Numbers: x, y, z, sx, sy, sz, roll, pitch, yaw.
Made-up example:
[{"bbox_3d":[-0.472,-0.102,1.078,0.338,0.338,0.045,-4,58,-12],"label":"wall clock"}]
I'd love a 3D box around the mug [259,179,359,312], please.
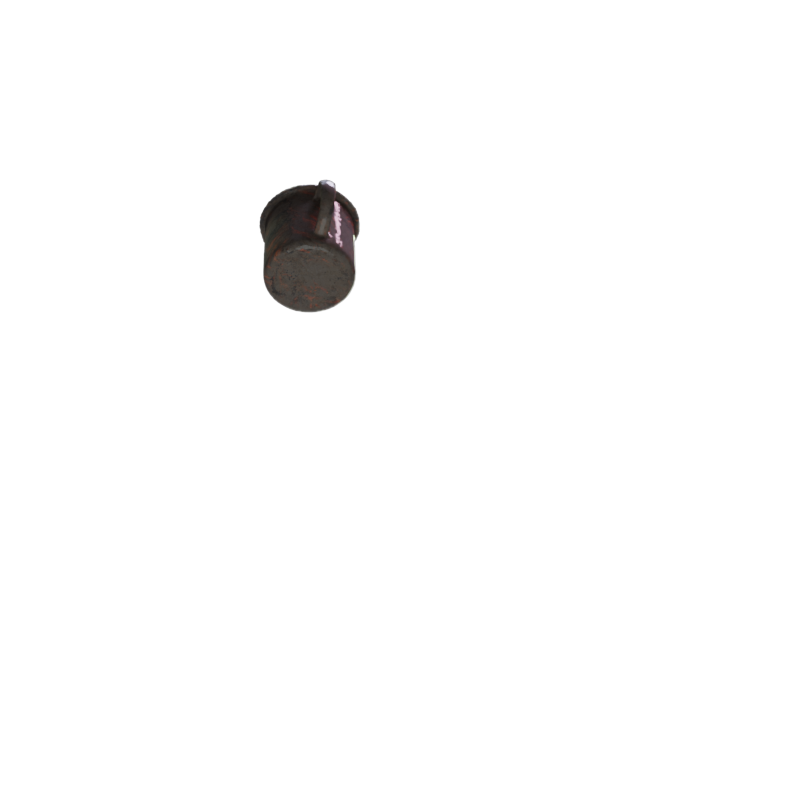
[{"bbox_3d":[-0.077,-0.141,0.989,0.091,0.111,0.087,13,39,-13],"label":"mug"}]
